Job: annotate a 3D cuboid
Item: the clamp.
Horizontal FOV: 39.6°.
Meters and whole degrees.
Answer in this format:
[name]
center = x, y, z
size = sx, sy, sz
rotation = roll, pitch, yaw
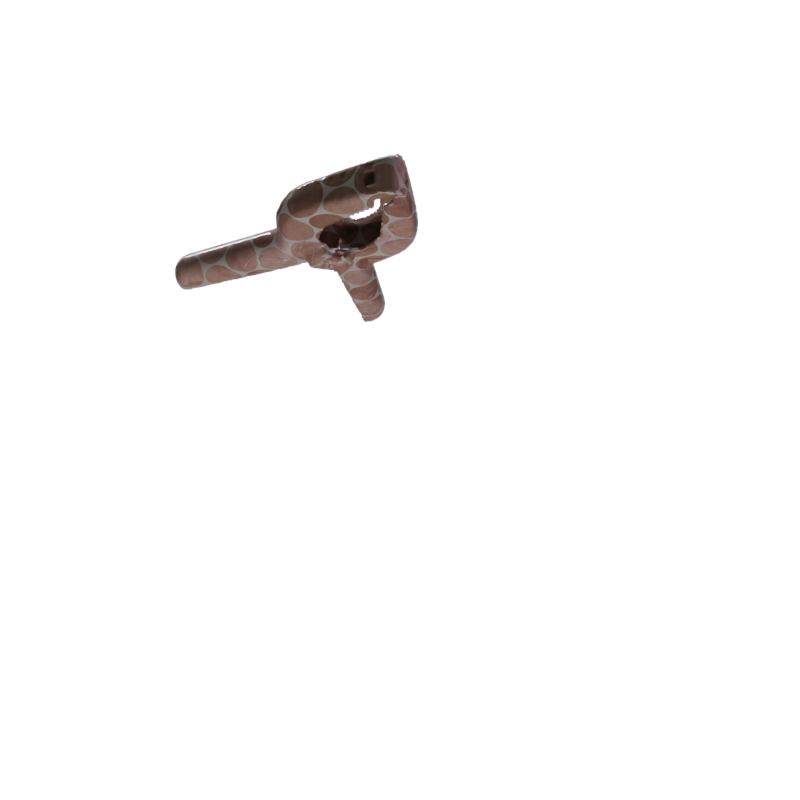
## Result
[clamp]
center = -0.059, -0.108, 0.757
size = 0.160, 0.038, 0.205
rotation = 6, -20, -18
